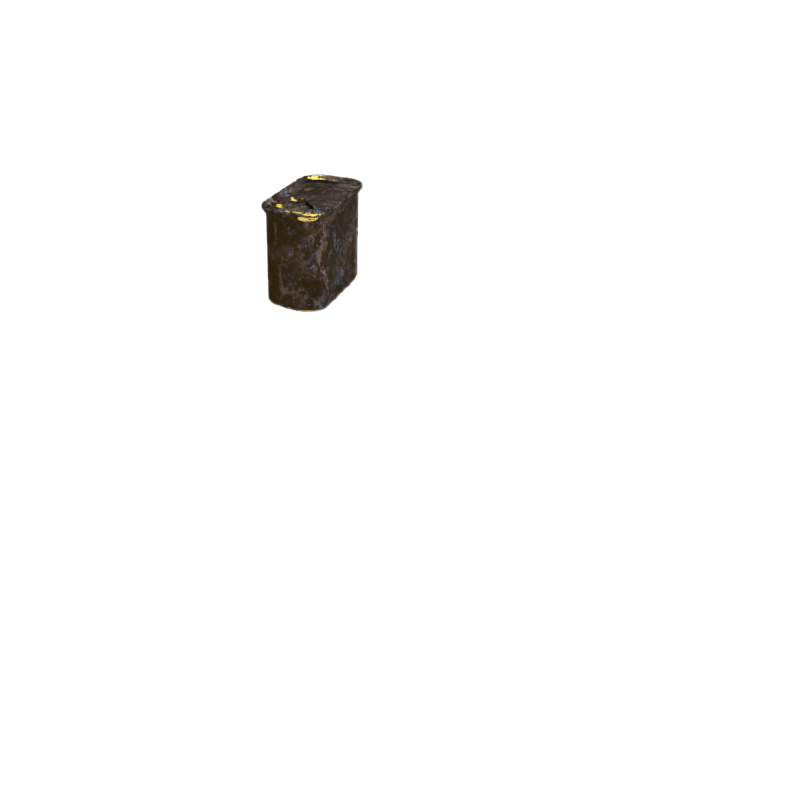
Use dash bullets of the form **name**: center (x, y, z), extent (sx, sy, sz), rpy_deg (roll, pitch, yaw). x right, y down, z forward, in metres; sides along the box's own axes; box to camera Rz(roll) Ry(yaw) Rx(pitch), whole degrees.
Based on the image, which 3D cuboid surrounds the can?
- **can**: center (-0.071, -0.129, 0.904), extent (0.059, 0.080, 0.104), rpy_deg (9, 26, 18)
